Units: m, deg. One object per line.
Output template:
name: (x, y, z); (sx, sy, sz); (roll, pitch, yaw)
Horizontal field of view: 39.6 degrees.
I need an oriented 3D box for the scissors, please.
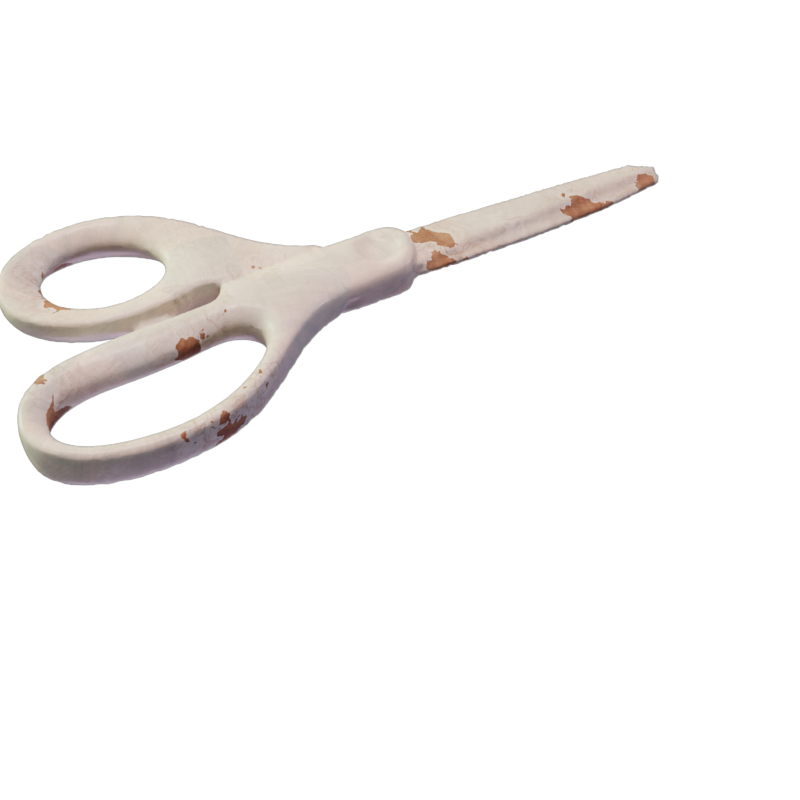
scissors: (-0.025, -0.045, 0.316); (0.202, 0.015, 0.103); (-34, 54, -30)
